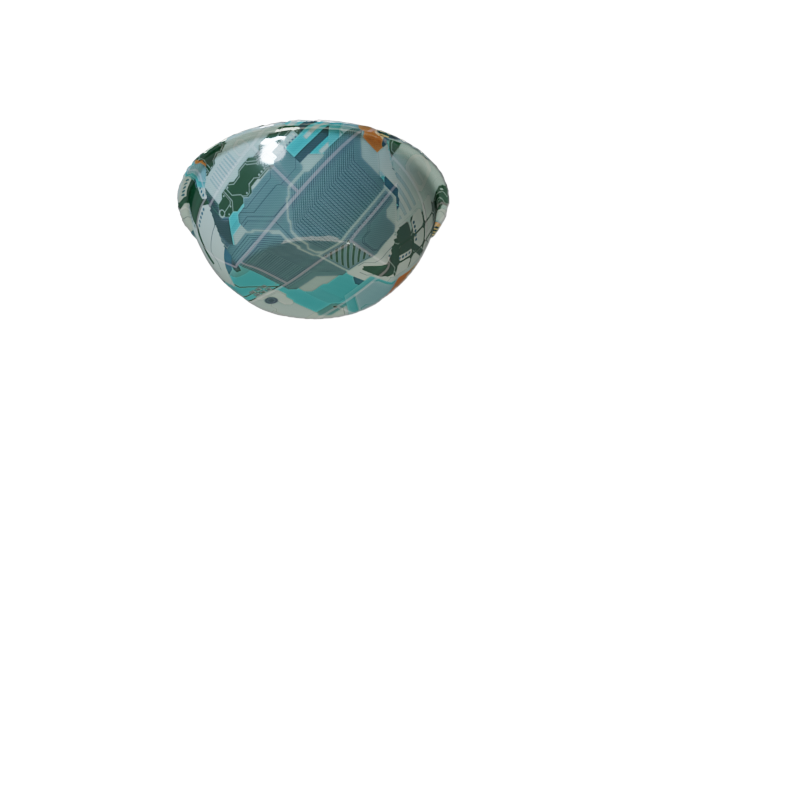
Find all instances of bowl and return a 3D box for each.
[{"bbox_3d":[-0.051,-0.093,0.648,0.162,0.058,0.153,1,-27,-2],"label":"bowl"}]
